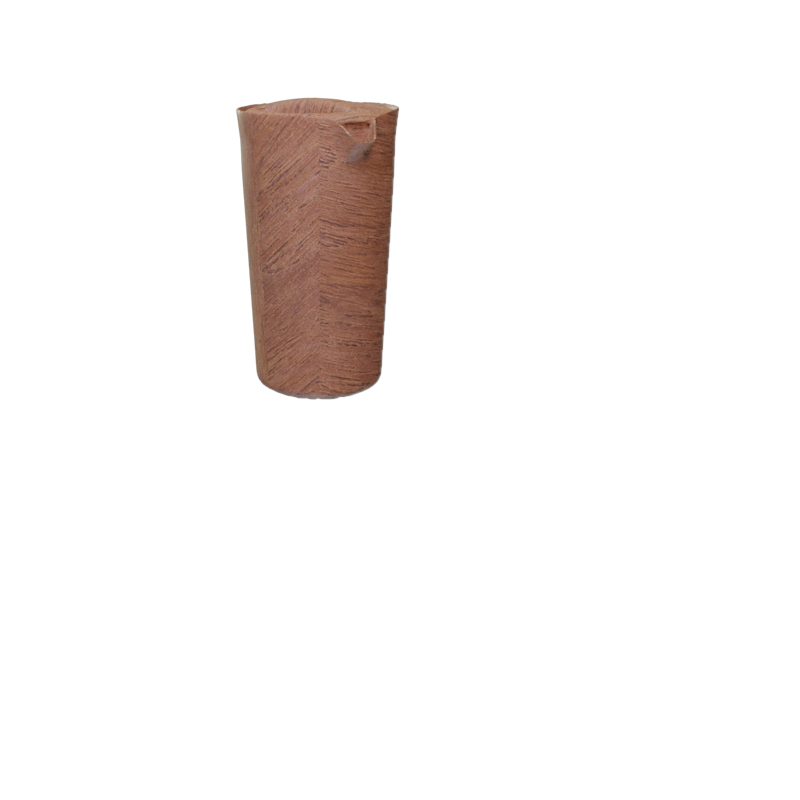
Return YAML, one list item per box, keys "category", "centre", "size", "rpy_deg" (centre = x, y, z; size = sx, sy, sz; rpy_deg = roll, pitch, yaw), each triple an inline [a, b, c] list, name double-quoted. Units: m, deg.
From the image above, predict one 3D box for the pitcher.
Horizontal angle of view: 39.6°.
- category: "pitcher"
  centre: [-0.074, -0.134, 0.939]
  size: [0.148, 0.235, 0.151]
  rpy_deg: [5, 15, 14]
